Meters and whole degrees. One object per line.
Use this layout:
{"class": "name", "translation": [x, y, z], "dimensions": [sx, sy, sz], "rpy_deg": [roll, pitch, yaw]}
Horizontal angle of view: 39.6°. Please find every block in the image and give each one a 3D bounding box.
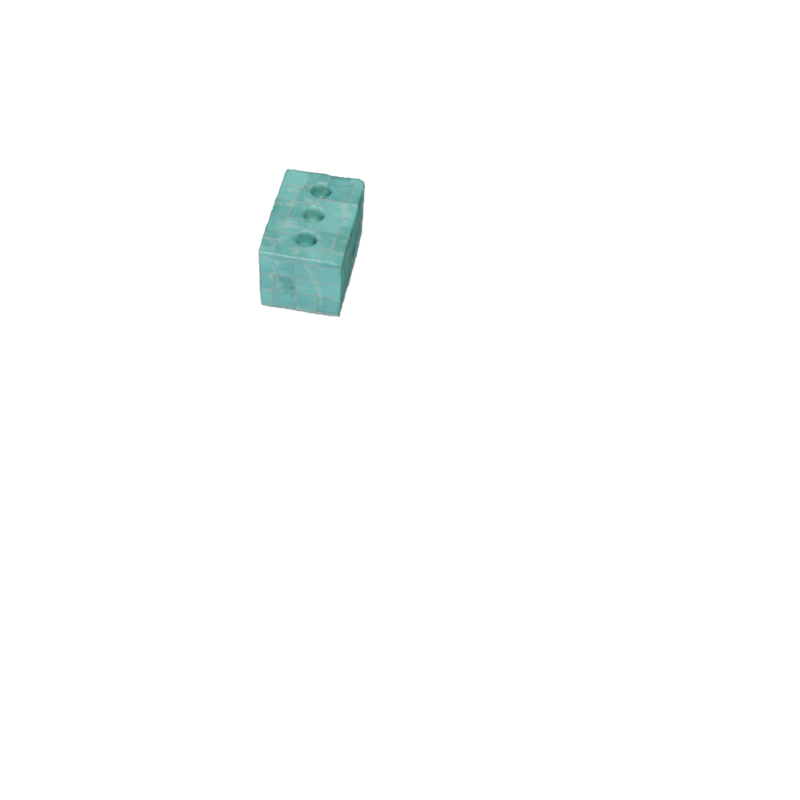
{"class": "block", "translation": [-0.055, -0.100, 0.699], "dimensions": [0.053, 0.083, 0.048], "rpy_deg": [8, -40, 5]}
